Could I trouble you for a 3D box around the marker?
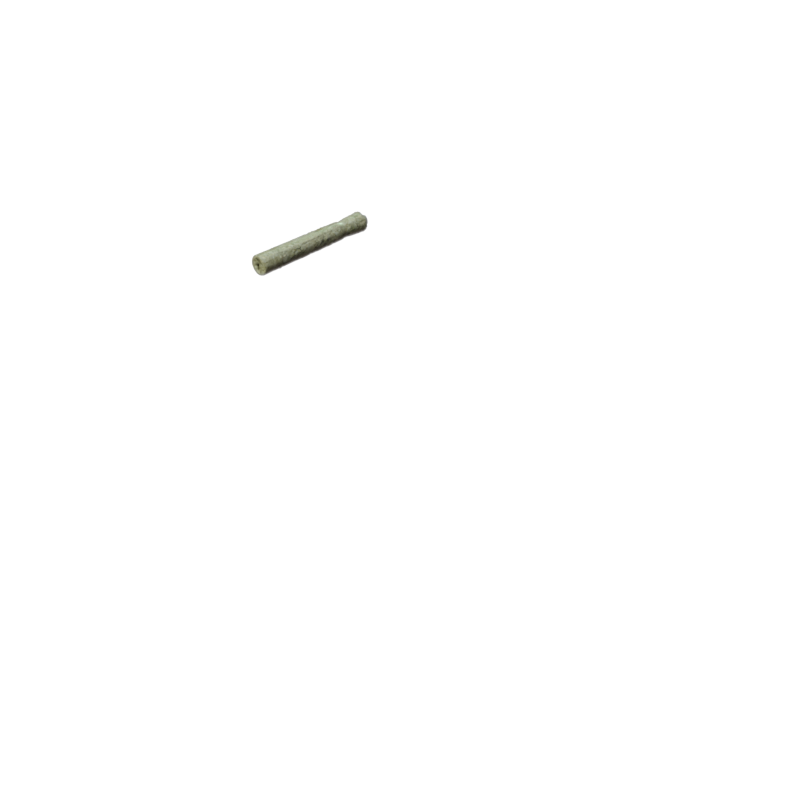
[{"bbox_3d":[-0.075,-0.137,0.961,0.120,0.019,0.021,-29,21,-33],"label":"marker"}]
